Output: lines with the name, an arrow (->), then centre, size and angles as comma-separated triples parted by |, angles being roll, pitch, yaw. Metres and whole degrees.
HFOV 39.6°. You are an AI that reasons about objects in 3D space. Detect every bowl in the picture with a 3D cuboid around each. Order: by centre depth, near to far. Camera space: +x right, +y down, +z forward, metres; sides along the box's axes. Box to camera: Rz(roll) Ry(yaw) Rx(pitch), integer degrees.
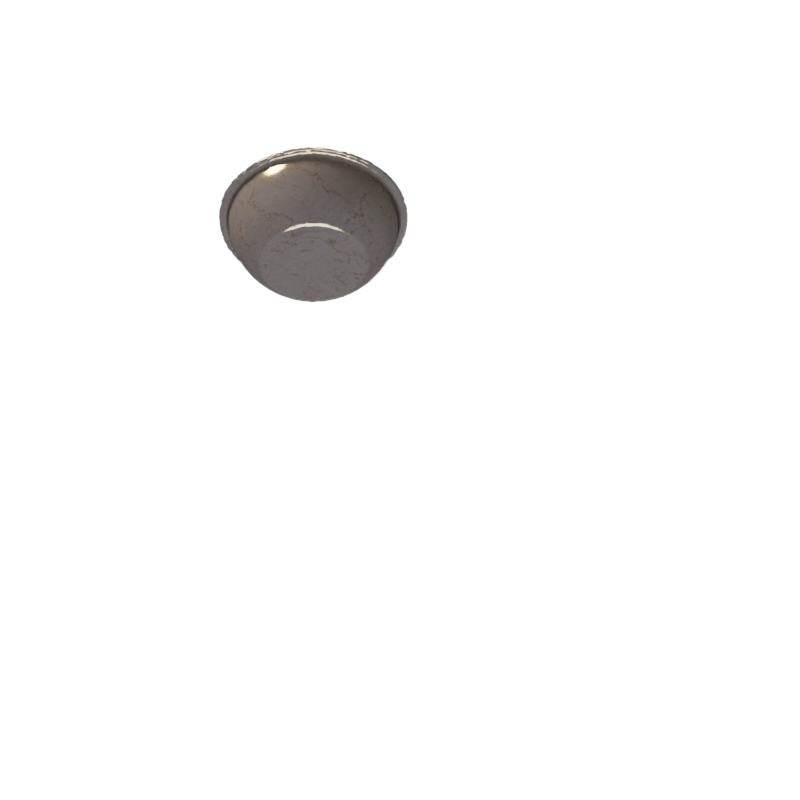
bowl -> -0.073, -0.133, 0.930 | 0.162, 0.059, 0.151 | 1, -42, -1
